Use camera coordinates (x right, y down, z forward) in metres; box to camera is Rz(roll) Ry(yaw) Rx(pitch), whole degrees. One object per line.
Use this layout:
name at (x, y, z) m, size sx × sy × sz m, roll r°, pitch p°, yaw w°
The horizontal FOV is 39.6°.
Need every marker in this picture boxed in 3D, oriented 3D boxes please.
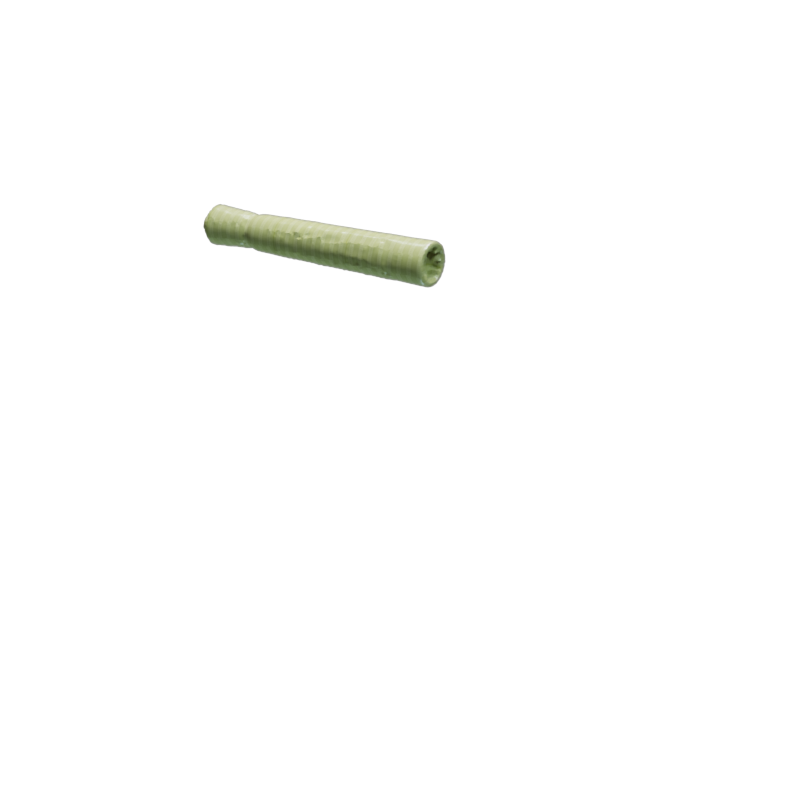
marker at (-0.037, -0.067, 0.472) m, size 0.127 × 0.019 × 0.019 m, roll 16°, pitch 12°, yaw 35°
